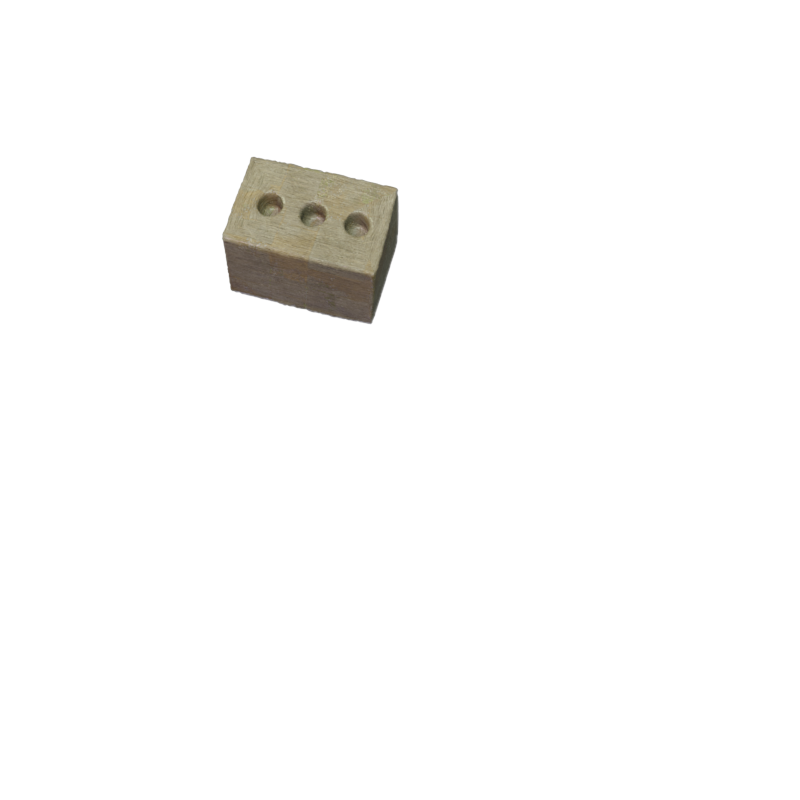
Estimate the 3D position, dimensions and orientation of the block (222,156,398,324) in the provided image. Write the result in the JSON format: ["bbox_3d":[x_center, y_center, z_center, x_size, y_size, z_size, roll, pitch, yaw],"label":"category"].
[{"bbox_3d":[-0.043,-0.079,0.554,0.079,0.055,0.048,13,-29,6],"label":"block"}]
